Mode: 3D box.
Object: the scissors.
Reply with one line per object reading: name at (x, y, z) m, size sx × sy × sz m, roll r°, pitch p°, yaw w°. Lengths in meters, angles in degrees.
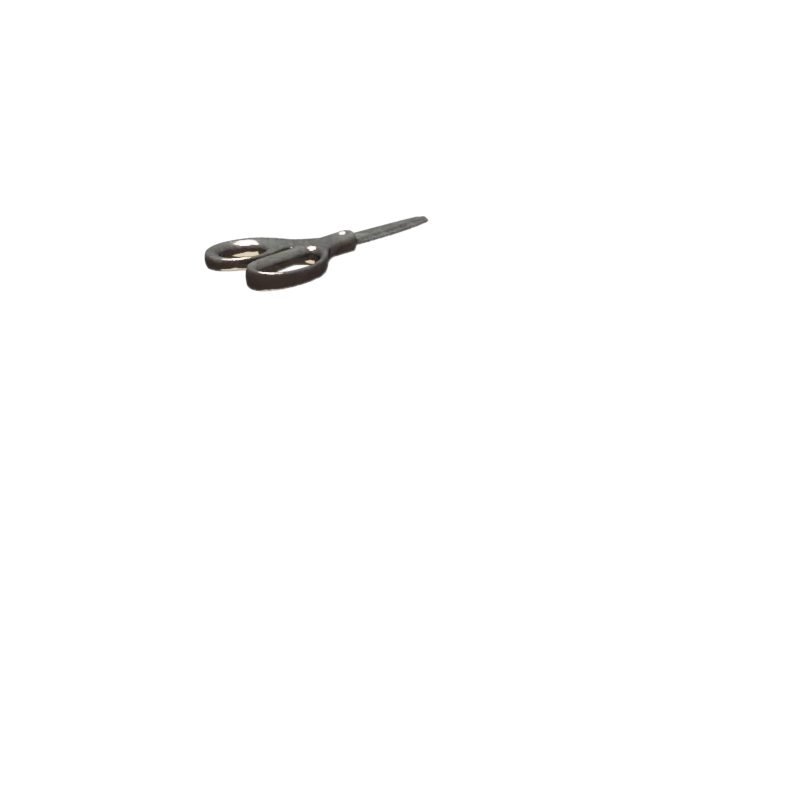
scissors at (-0.063, -0.114, 0.800) m, size 0.100 × 0.015 × 0.203 m, roll 10°, pitch 25°, yaw 23°
